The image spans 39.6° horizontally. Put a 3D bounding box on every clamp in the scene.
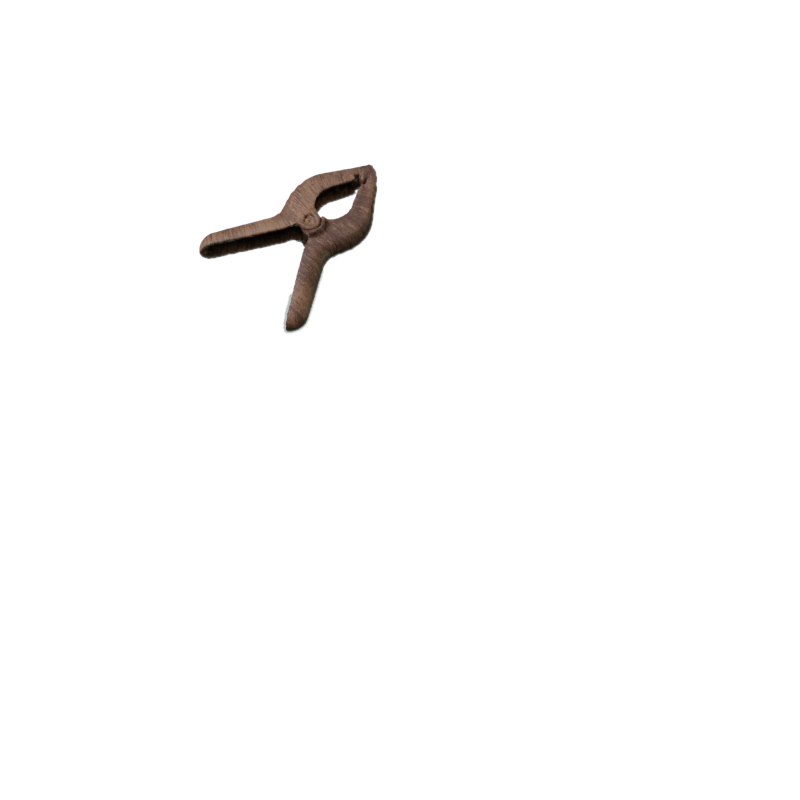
[{"bbox_3d":[-0.076,-0.138,0.970,0.172,0.126,0.037,-36,-18,-14],"label":"clamp"}]
